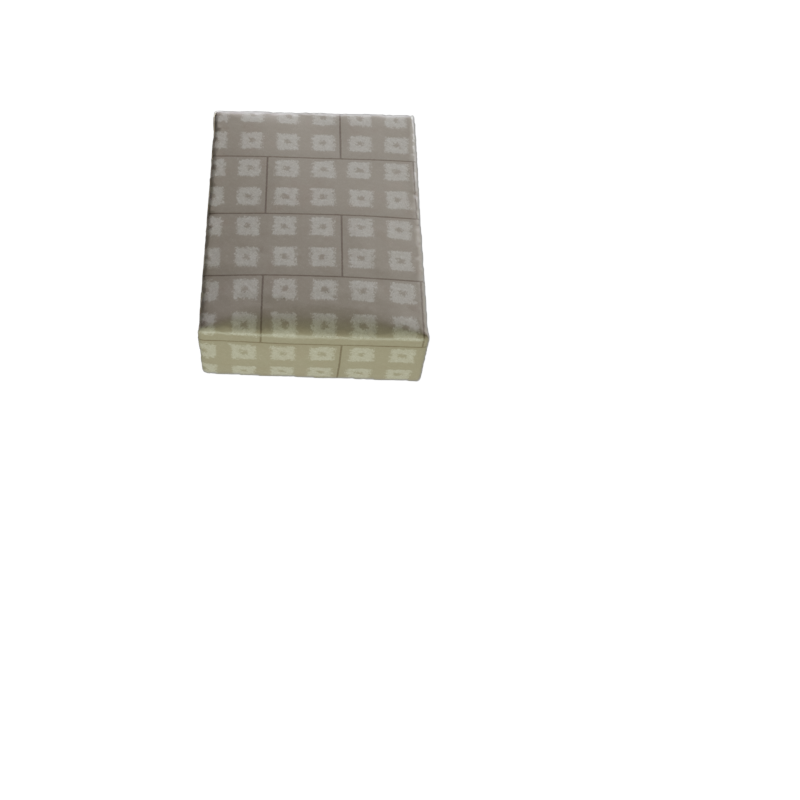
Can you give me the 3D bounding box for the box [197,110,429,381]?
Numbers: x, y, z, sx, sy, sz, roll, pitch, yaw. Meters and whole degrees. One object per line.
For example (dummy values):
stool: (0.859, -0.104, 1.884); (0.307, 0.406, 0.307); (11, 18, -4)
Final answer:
box: (-0.067, -0.122, 0.855); (0.163, 0.229, 0.067); (0, -34, -3)
